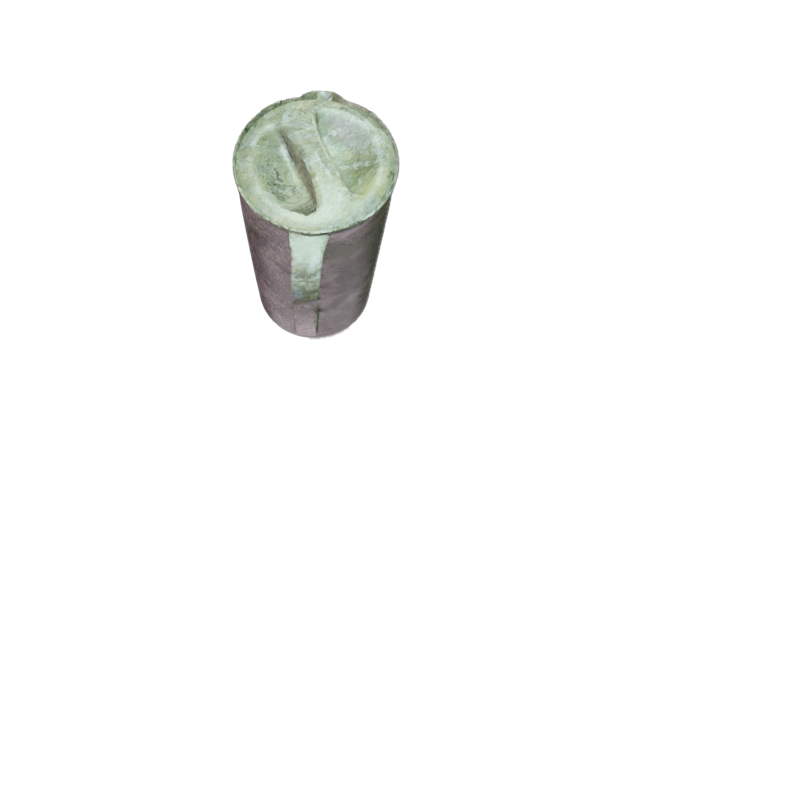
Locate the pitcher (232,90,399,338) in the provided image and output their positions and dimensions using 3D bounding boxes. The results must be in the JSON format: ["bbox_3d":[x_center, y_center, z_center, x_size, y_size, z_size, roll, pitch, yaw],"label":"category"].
[{"bbox_3d":[-0.077,-0.140,0.977,0.150,0.152,0.230,-40,-17,-18],"label":"pitcher"}]
